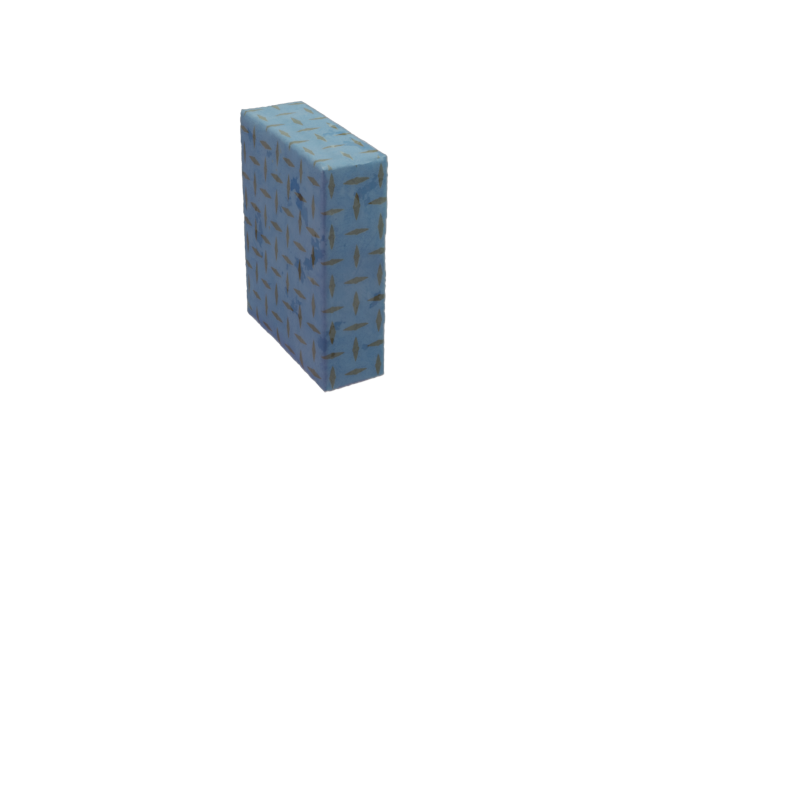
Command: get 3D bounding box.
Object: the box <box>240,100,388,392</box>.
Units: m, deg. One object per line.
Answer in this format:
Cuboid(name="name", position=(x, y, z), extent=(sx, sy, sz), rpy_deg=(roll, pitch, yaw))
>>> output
Cuboid(name="box", position=(-0.078, -0.142, 0.994), extent=(0.071, 0.202, 0.177), rpy_deg=(-13, 33, -26))
